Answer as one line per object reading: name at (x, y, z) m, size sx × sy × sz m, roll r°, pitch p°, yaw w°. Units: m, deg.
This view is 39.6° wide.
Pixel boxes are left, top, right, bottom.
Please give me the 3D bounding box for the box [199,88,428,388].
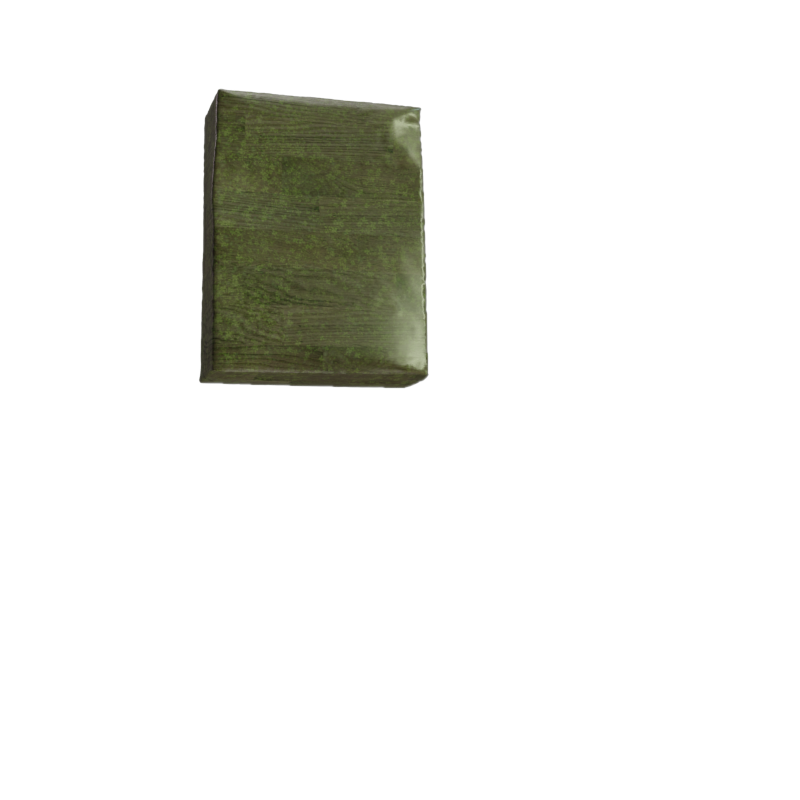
box at (-0.066, -0.119, 0.837) m, size 0.161 × 0.221 × 0.071 m, roll 2°, pitch -13°, yaw -14°
